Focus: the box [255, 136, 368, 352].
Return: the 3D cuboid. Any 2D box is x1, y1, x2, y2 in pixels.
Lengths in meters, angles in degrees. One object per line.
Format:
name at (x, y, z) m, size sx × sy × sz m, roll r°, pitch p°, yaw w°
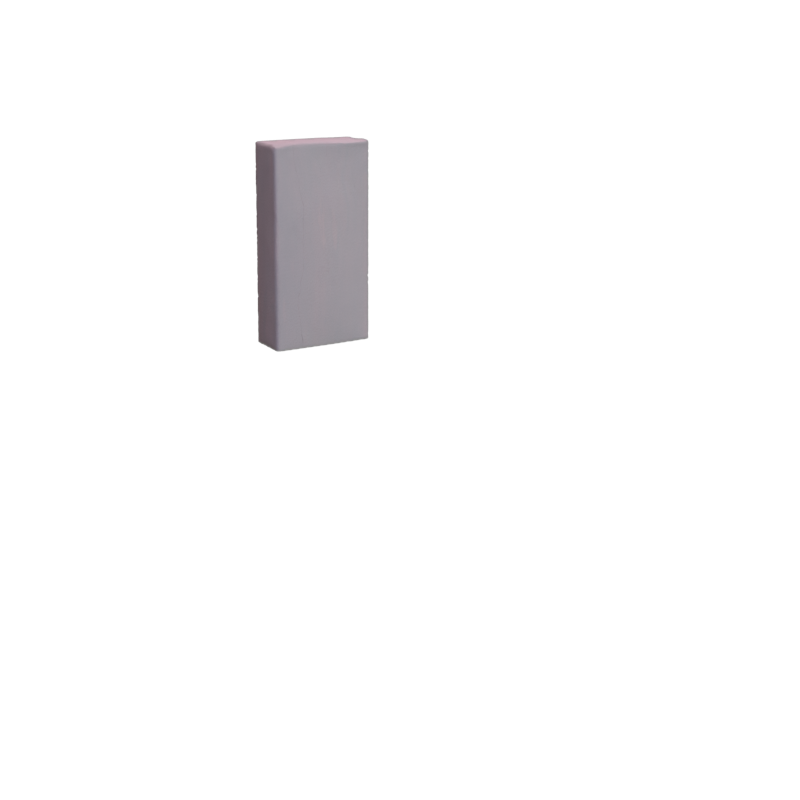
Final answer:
box at (-0.075, -0.136, 0.954) m, size 0.091 × 0.171 × 0.051 m, roll -7°, pitch 16°, yaw -29°
